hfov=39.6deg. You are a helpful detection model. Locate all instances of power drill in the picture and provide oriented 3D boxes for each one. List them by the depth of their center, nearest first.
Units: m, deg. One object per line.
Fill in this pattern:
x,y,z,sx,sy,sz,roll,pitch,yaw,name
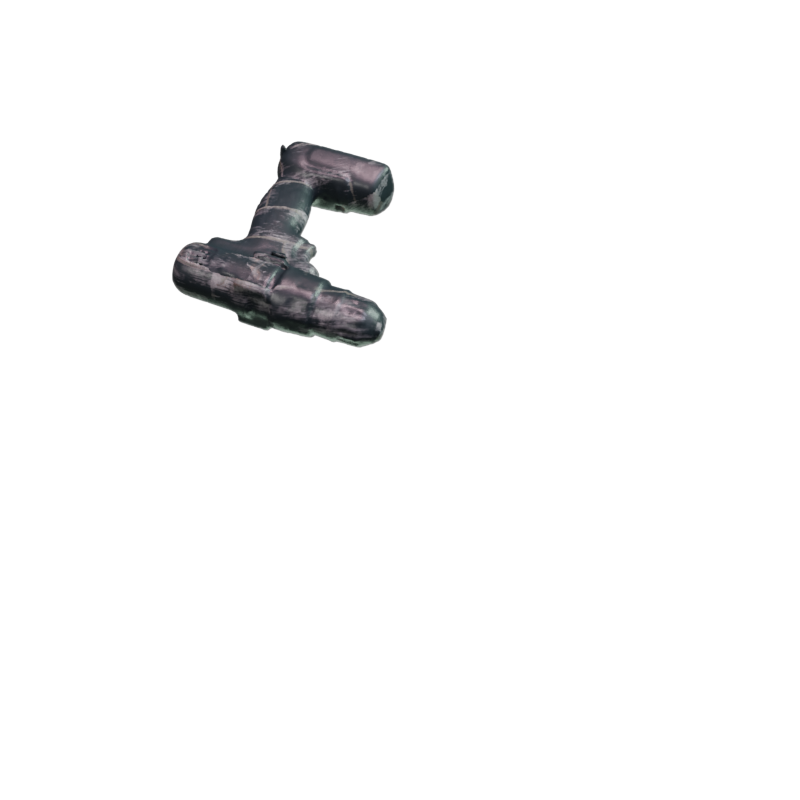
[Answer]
-0.073,-0.133,0.934,0.190,0.053,0.195,18,50,15,power drill
